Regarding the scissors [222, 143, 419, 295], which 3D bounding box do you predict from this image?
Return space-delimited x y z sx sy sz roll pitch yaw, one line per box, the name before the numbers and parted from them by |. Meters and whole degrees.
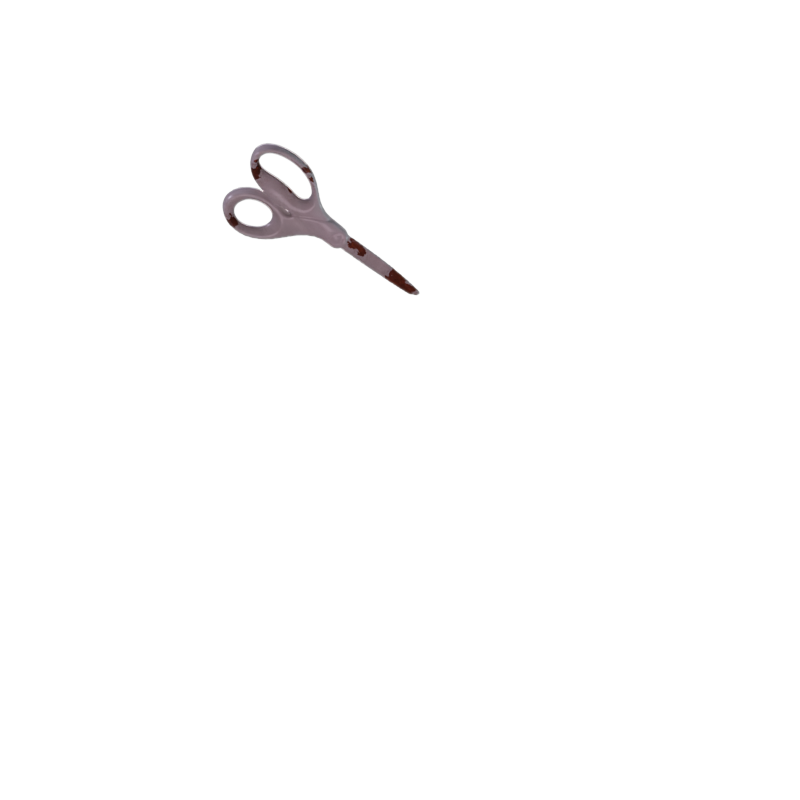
scissors | -0.077 -0.141 0.984 0.096 0.190 0.017 -31 26 17
